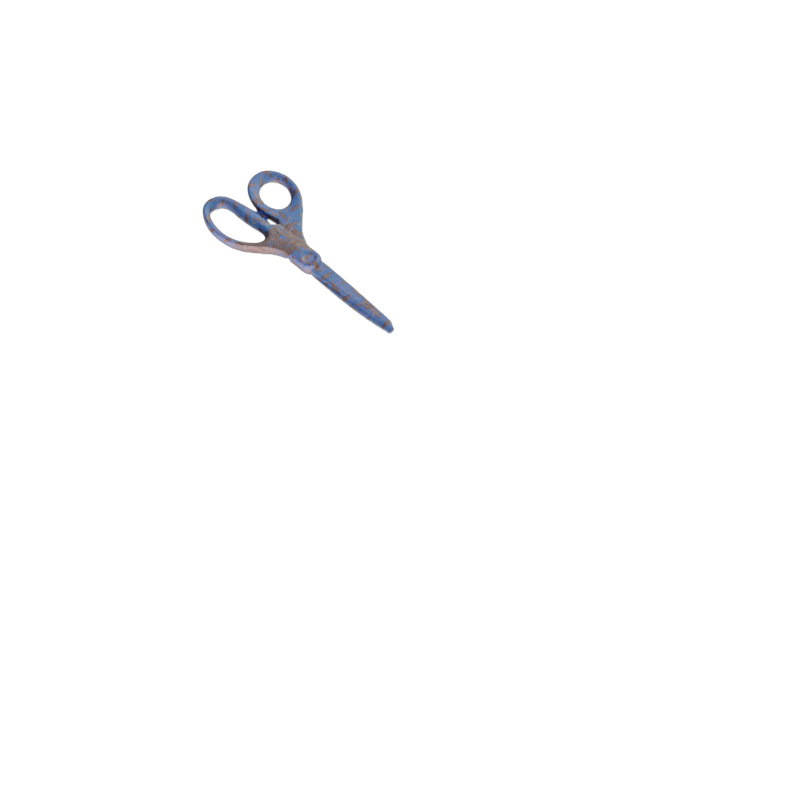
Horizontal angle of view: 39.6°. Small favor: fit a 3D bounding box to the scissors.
[{"bbox_3d":[-0.075,-0.136,0.953,0.209,0.099,0.015,26,-29,16],"label":"scissors"}]
